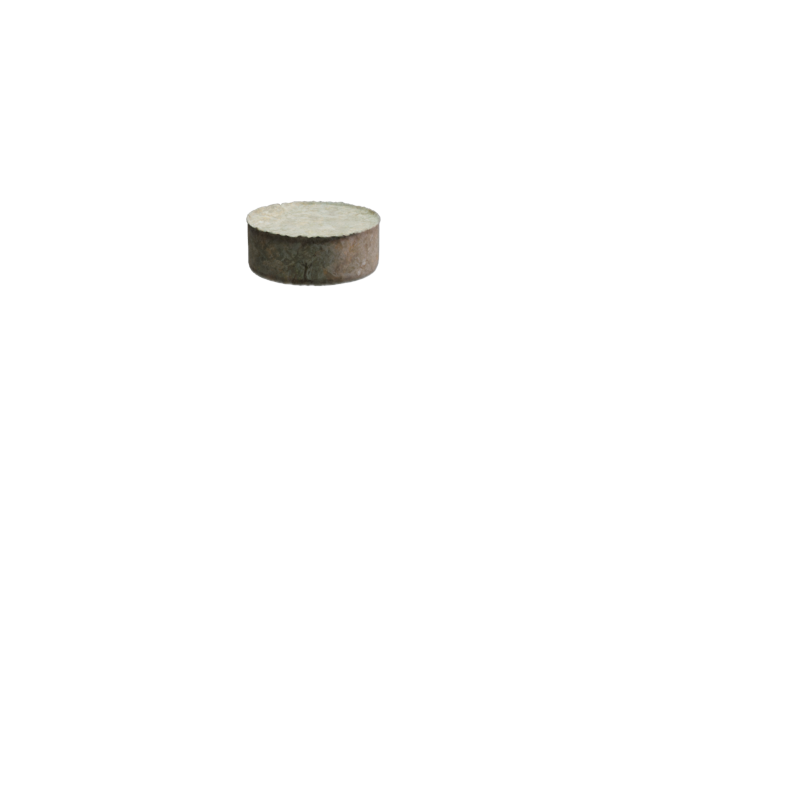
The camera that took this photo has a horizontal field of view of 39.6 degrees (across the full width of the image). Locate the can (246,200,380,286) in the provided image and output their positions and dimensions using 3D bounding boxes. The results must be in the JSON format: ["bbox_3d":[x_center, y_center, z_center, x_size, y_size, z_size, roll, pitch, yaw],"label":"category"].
[{"bbox_3d":[-0.056,-0.102,0.711,0.086,0.032,0.090,-1,23,-2],"label":"can"}]
